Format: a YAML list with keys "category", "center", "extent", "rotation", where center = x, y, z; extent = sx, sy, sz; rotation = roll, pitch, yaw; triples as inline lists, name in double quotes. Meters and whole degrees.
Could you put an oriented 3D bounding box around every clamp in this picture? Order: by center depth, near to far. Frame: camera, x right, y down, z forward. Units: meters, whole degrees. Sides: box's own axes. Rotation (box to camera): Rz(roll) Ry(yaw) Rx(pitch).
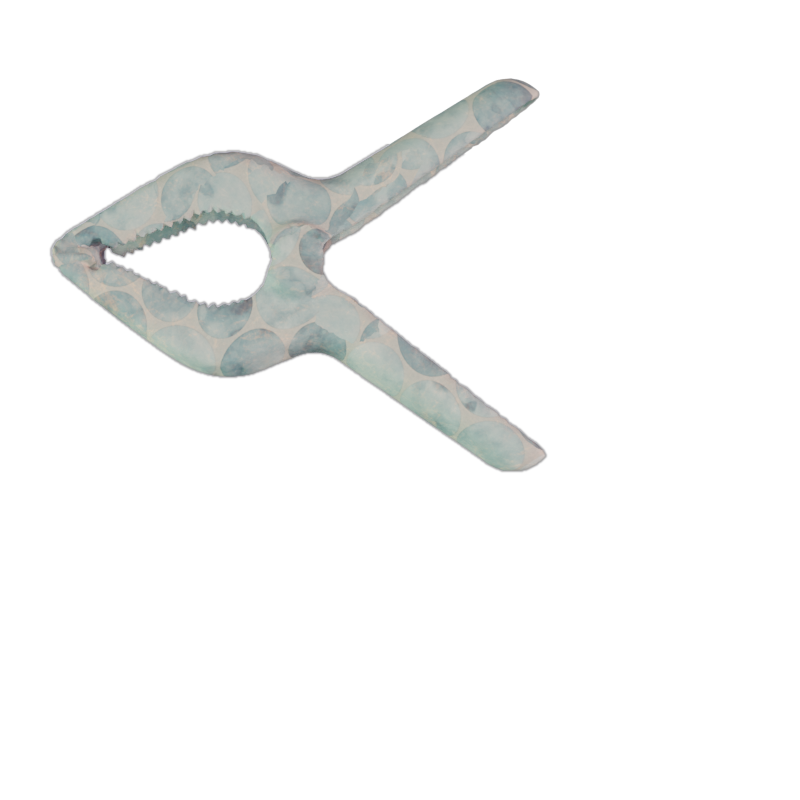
- category: "clamp"
  center: [-0.036, -0.066, 0.465]
  extent: [0.210, 0.169, 0.035]
  rotation: [8, -12, 2]
